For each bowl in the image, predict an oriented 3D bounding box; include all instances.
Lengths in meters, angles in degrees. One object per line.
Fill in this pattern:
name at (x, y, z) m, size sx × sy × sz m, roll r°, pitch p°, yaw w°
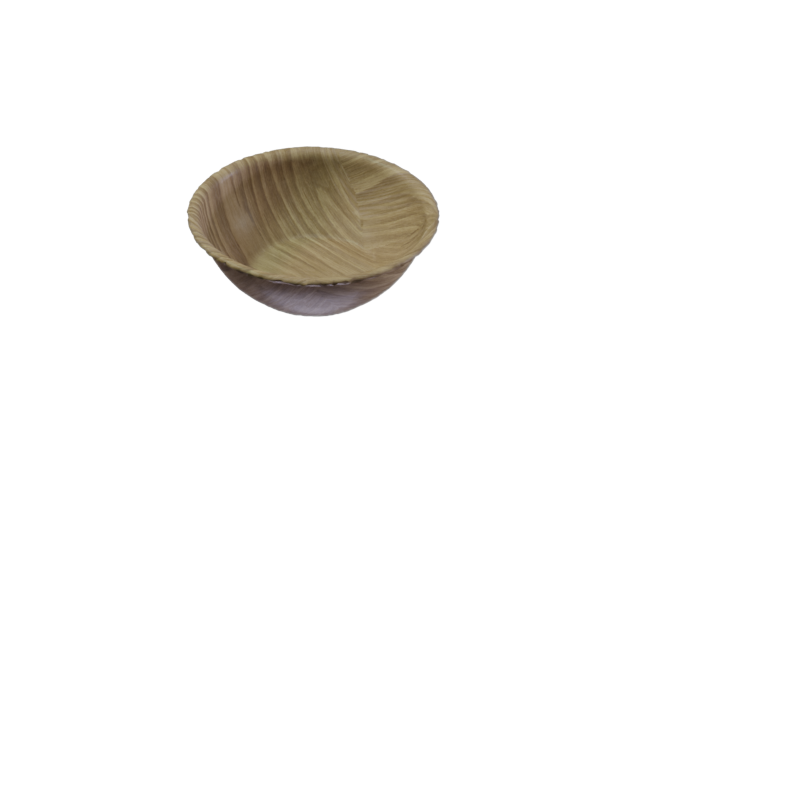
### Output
bowl at (-0.057, -0.104, 0.727) m, size 0.162 × 0.051 × 0.174 m, roll -1°, pitch 40°, yaw -2°
